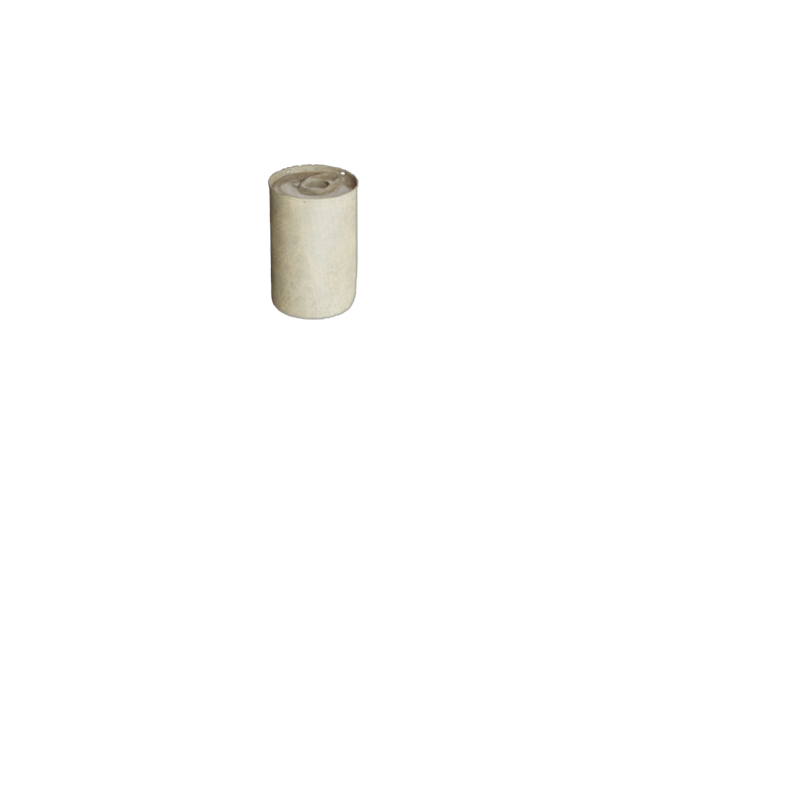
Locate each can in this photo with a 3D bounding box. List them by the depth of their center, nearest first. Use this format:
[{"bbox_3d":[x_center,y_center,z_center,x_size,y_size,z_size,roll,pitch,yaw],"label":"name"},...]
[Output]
[{"bbox_3d":[-0.067,-0.122,0.852,0.068,0.096,0.073,0,29,-2],"label":"can"}]
